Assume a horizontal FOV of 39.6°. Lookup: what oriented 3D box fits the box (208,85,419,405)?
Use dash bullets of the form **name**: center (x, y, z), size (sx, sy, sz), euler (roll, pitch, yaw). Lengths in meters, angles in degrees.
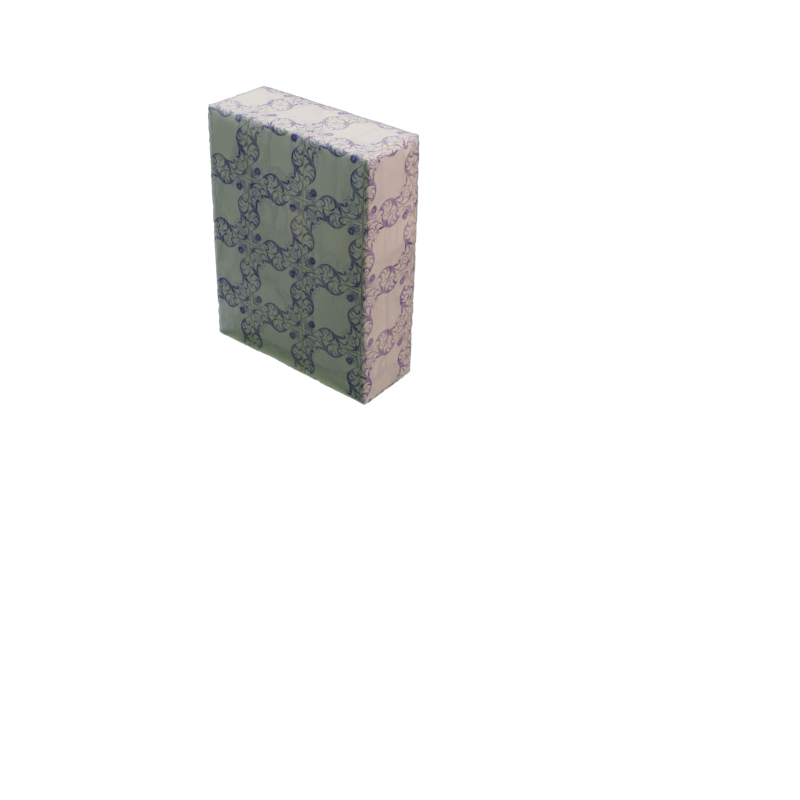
- **box**: center (-0.069, -0.126, 0.884), size (0.174, 0.201, 0.072), euler (25, 38, 33)
